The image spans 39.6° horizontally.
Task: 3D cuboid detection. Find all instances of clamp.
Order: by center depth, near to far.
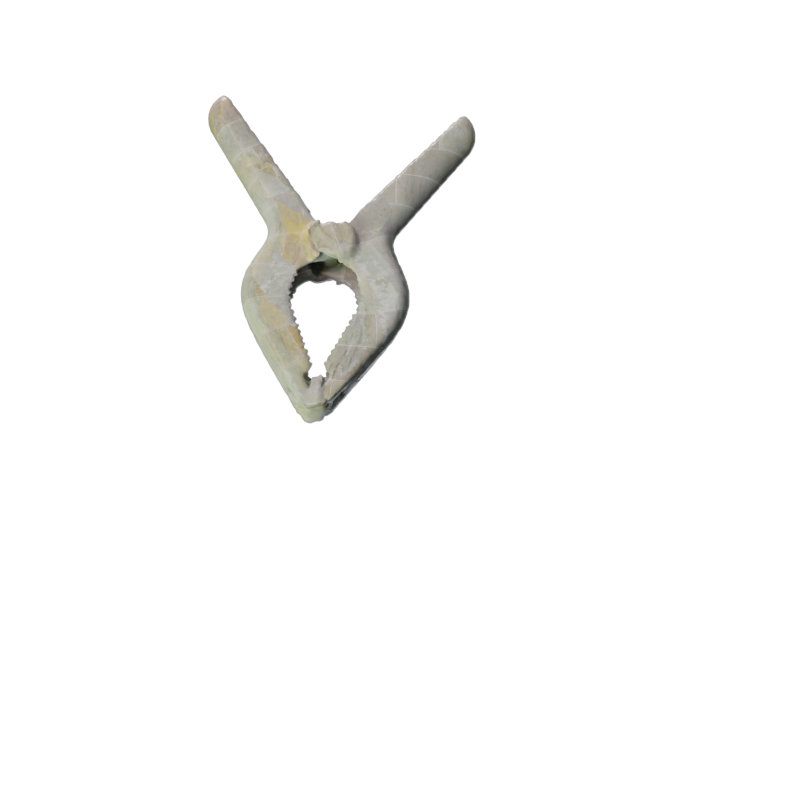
[{"bbox_3d":[-0.051,-0.092,0.646,0.166,0.221,0.034,9,-28,5],"label":"clamp"}]
